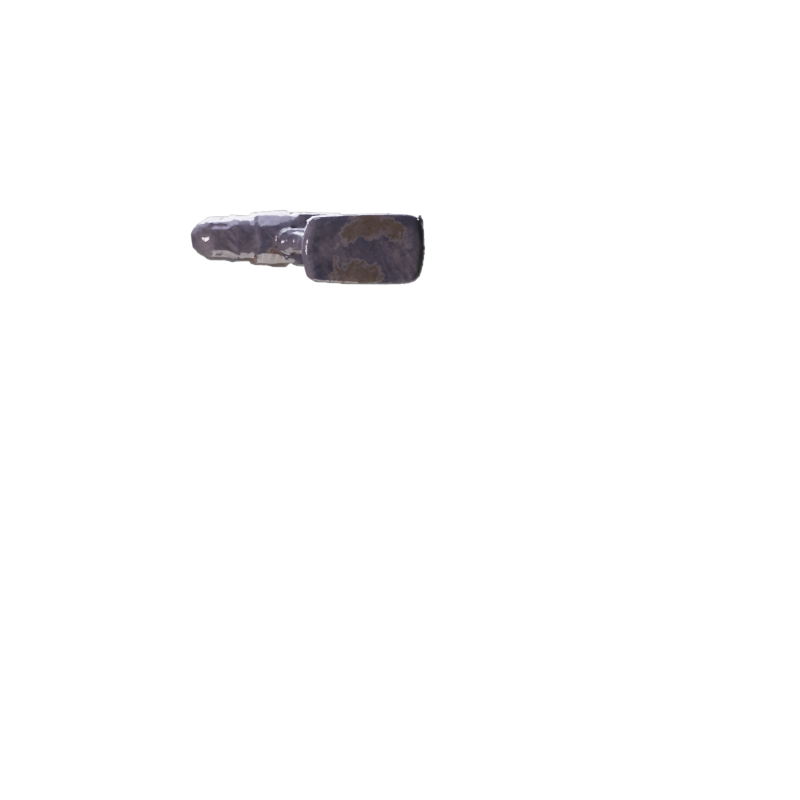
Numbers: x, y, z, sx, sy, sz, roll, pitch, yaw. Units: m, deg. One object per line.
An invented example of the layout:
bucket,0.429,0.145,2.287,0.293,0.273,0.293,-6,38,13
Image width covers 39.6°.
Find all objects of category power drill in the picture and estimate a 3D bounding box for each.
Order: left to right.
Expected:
power drill,-0.075,-0.136,0.955,0.180,0.056,0.196,-4,13,-20
